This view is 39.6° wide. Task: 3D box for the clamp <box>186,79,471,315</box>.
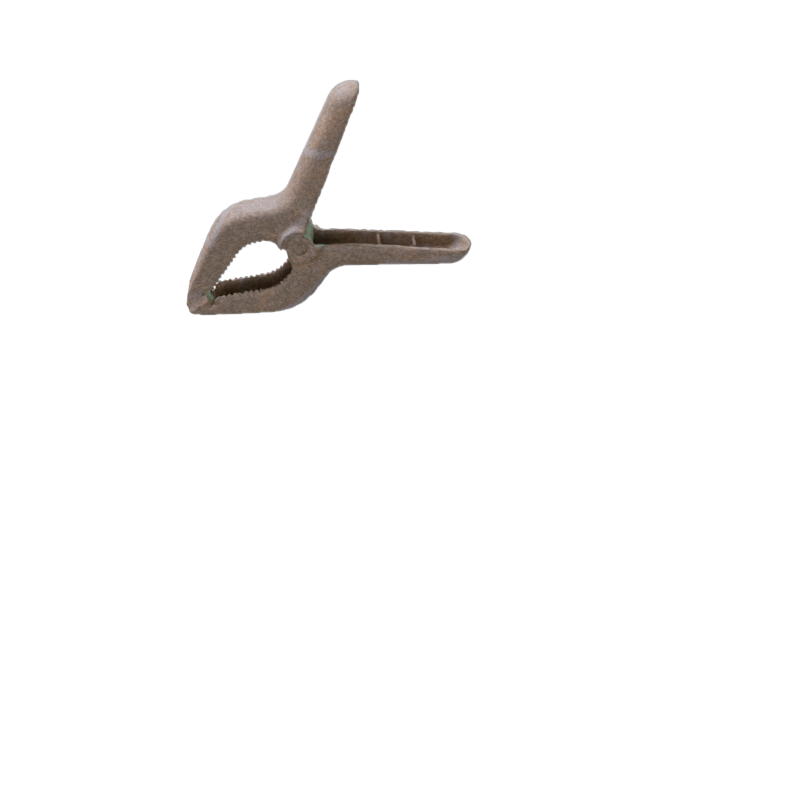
[{"bbox_3d":[-0.064,-0.116,0.815,0.209,0.155,0.039,-35,26,20],"label":"clamp"}]
